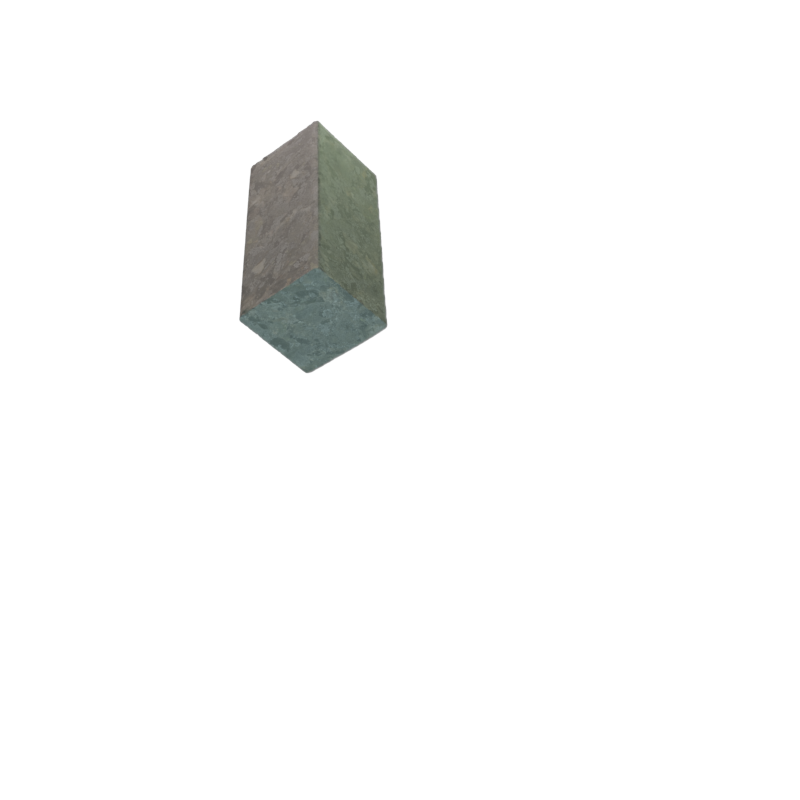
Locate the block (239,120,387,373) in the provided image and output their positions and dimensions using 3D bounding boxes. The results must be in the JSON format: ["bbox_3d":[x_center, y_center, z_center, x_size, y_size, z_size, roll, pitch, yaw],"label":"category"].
[{"bbox_3d":[-0.077,-0.140,0.982,0.090,0.221,0.085,-32,-52,25],"label":"block"}]
